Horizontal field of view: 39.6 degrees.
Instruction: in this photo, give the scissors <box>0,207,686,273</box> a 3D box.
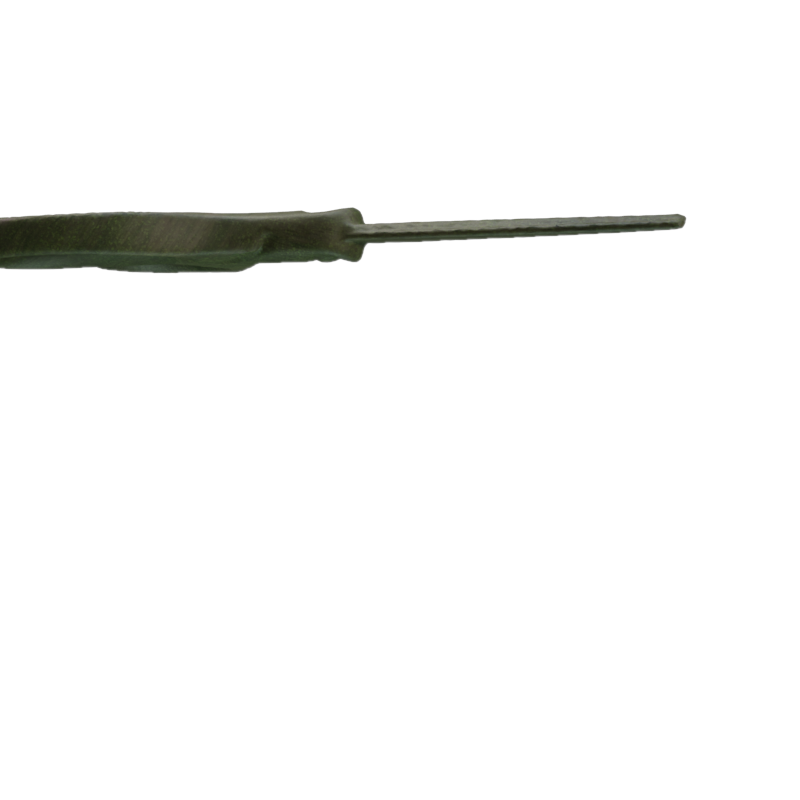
[{"bbox_3d":[-0.026,-0.048,0.336,0.204,0.016,0.095,1,4,8],"label":"scissors"}]
